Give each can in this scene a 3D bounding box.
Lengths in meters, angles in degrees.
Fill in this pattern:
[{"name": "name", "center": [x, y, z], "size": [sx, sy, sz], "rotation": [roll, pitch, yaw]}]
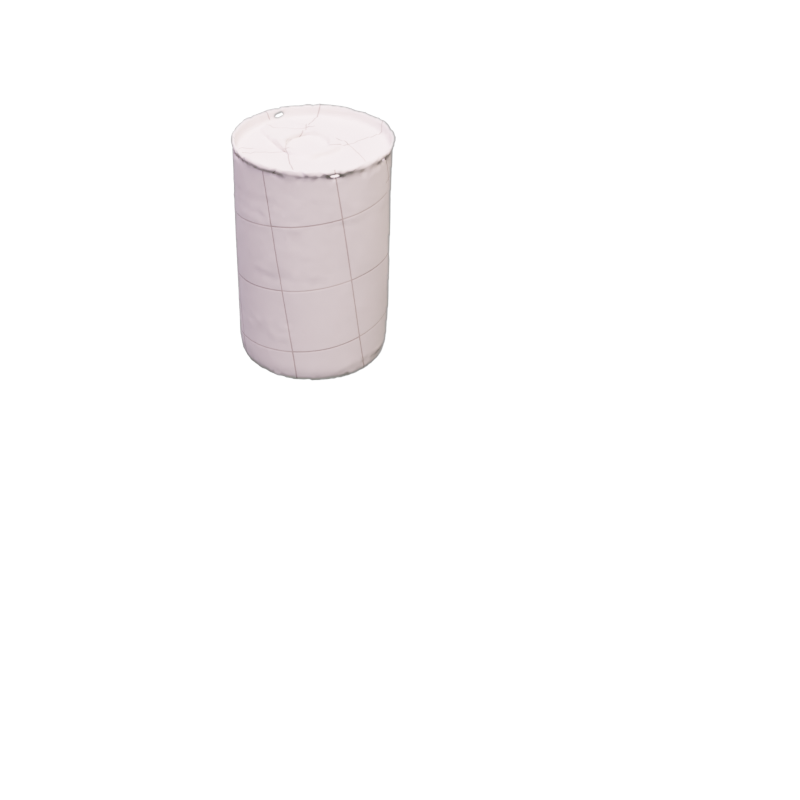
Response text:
[{"name": "can", "center": [-0.038, -0.069, 0.482], "size": [0.068, 0.096, 0.073], "rotation": [0, 33, -3]}]
